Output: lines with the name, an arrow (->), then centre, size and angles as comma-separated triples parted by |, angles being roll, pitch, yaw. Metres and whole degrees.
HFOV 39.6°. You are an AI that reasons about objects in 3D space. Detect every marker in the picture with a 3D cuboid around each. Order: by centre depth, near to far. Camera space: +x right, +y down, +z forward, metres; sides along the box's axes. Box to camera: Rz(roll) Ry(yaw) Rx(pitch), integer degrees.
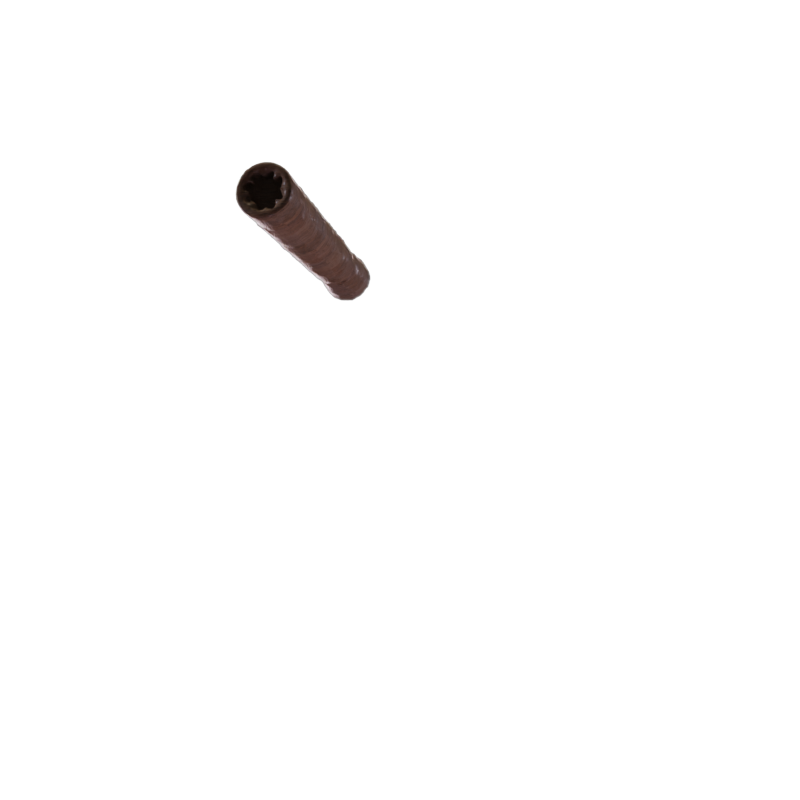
marker -> -0.032, -0.057, 0.403 | 0.020, 0.020, 0.115 | 1, -8, 12
